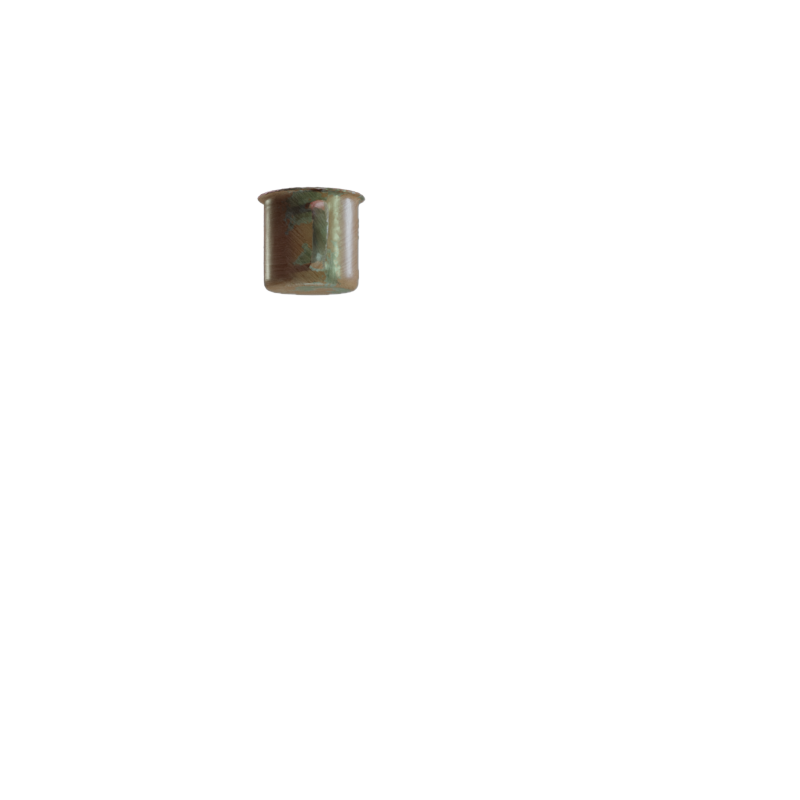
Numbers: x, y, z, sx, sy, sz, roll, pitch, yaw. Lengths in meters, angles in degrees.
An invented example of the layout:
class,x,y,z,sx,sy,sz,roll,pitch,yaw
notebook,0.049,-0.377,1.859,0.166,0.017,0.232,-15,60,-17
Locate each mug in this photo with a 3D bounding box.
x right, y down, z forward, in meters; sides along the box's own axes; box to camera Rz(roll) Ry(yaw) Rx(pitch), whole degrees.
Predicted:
class,x,y,z,sx,sy,sz,roll,pitch,yaw
mug,-0.074,-0.134,0.941,0.092,0.083,0.117,1,-4,-12
